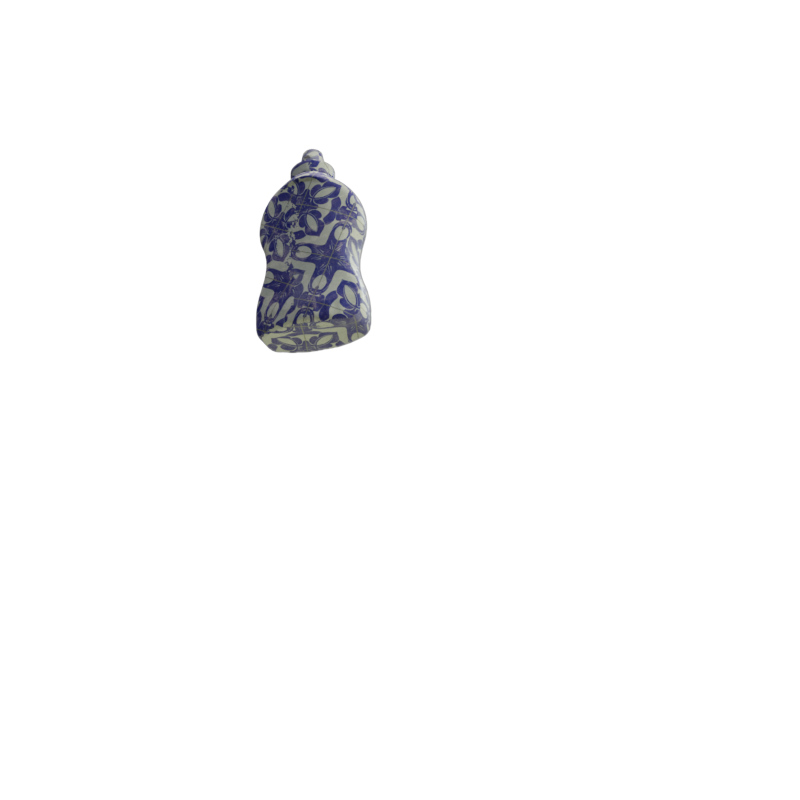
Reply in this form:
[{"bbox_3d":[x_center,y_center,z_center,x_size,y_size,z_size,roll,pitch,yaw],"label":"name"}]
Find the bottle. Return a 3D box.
[{"bbox_3d":[-0.077,-0.140,0.978,0.097,0.204,0.054,-13,-32,18],"label":"bottle"}]
